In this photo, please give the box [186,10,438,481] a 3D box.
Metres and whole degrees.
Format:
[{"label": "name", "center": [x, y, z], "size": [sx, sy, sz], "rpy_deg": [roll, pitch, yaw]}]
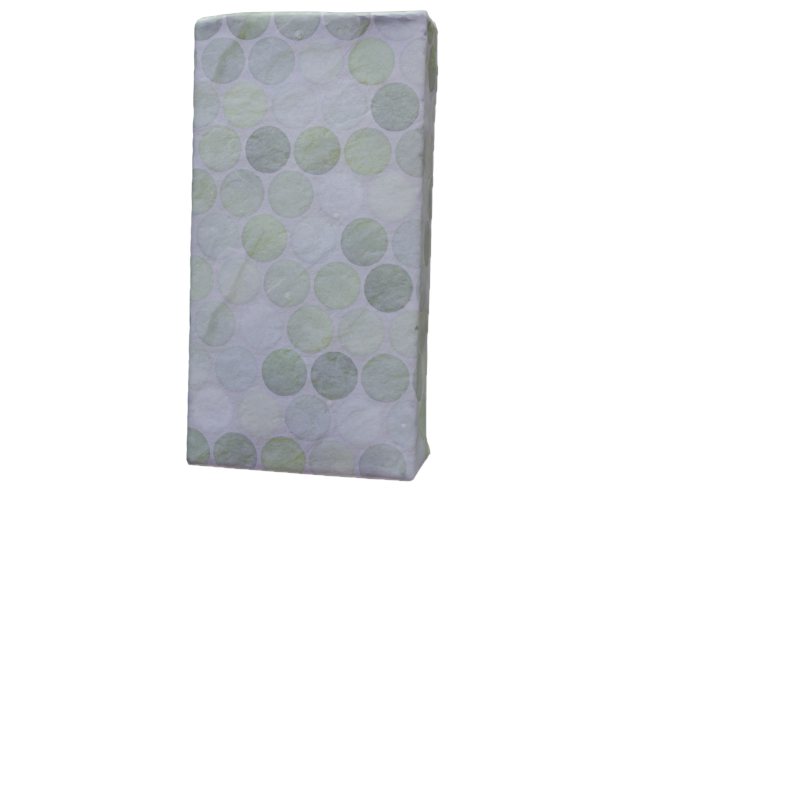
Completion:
[{"label": "box", "center": [-0.034, -0.062, 0.436], "size": [0.095, 0.174, 0.048], "rpy_deg": [1, 5, 11]}]
